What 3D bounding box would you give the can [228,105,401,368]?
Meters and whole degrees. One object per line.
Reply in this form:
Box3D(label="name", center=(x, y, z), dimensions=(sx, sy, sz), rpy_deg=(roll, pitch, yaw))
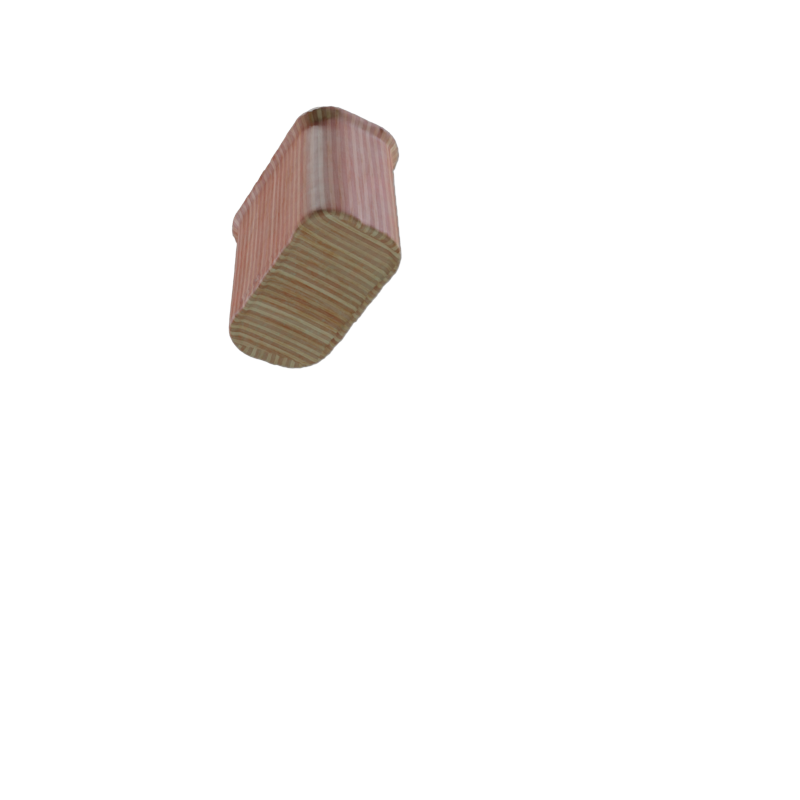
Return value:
Box3D(label="can", center=(-0.042, -0.077, 0.538), dimensions=(0.055, 0.090, 0.099), rpy_deg=(23, -52, -23))
